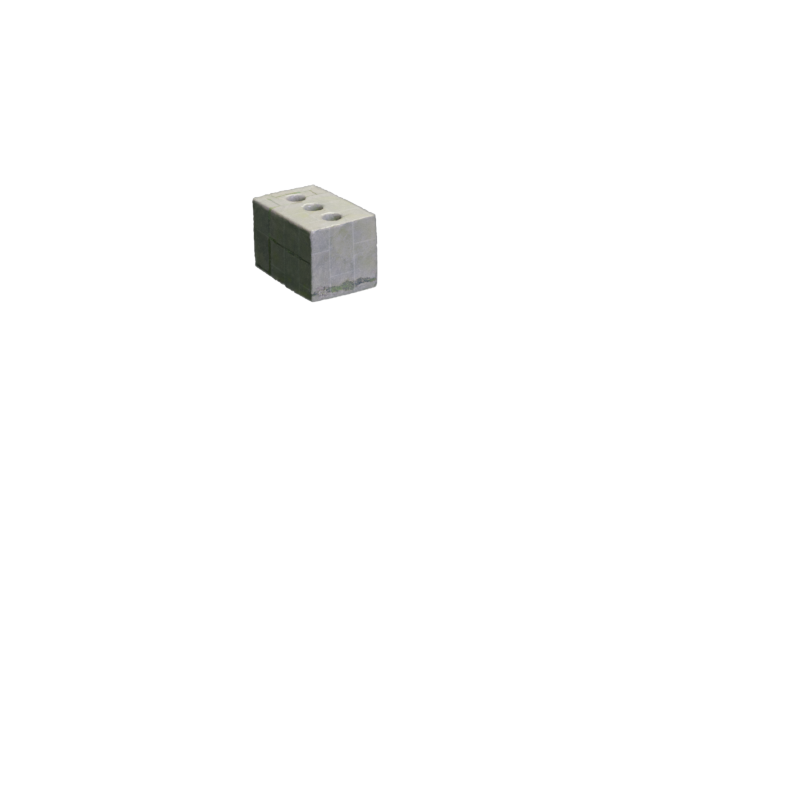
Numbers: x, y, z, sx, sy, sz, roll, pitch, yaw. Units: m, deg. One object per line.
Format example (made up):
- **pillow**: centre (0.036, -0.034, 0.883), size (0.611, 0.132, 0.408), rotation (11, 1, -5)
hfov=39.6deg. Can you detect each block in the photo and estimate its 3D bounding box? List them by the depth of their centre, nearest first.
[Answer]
- **block**: centre (-0.058, -0.106, 0.744), size (0.052, 0.049, 0.083), rotation (-16, 31, -32)
